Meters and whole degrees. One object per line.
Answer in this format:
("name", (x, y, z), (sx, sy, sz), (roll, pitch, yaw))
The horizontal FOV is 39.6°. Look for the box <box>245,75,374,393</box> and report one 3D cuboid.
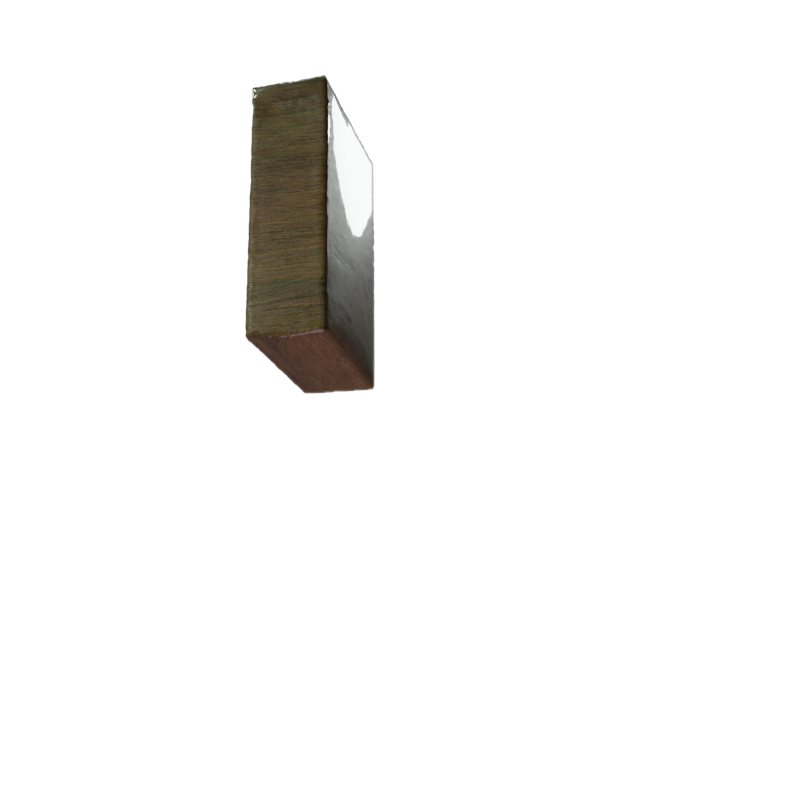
("box", (-0.071, -0.129, 0.904), (0.073, 0.224, 0.154), (-6, -20, 12))
